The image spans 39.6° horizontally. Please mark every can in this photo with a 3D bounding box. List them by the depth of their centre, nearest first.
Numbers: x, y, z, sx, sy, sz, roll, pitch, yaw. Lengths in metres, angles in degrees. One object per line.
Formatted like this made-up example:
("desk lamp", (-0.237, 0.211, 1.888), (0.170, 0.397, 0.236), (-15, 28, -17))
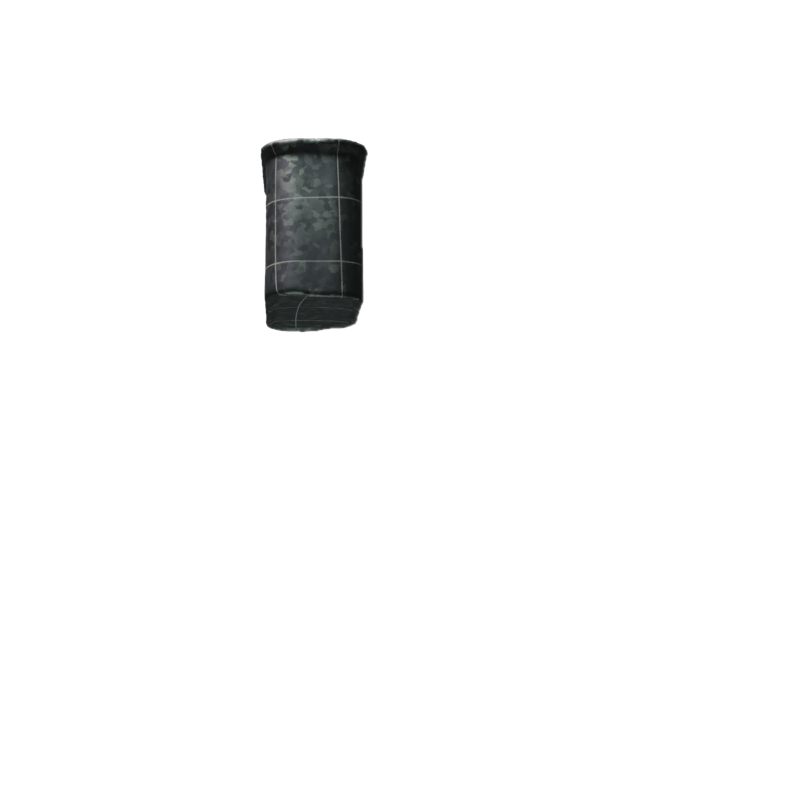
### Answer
("can", (-0.048, -0.087, 0.612), (0.057, 0.087, 0.099), (0, -11, -4))
